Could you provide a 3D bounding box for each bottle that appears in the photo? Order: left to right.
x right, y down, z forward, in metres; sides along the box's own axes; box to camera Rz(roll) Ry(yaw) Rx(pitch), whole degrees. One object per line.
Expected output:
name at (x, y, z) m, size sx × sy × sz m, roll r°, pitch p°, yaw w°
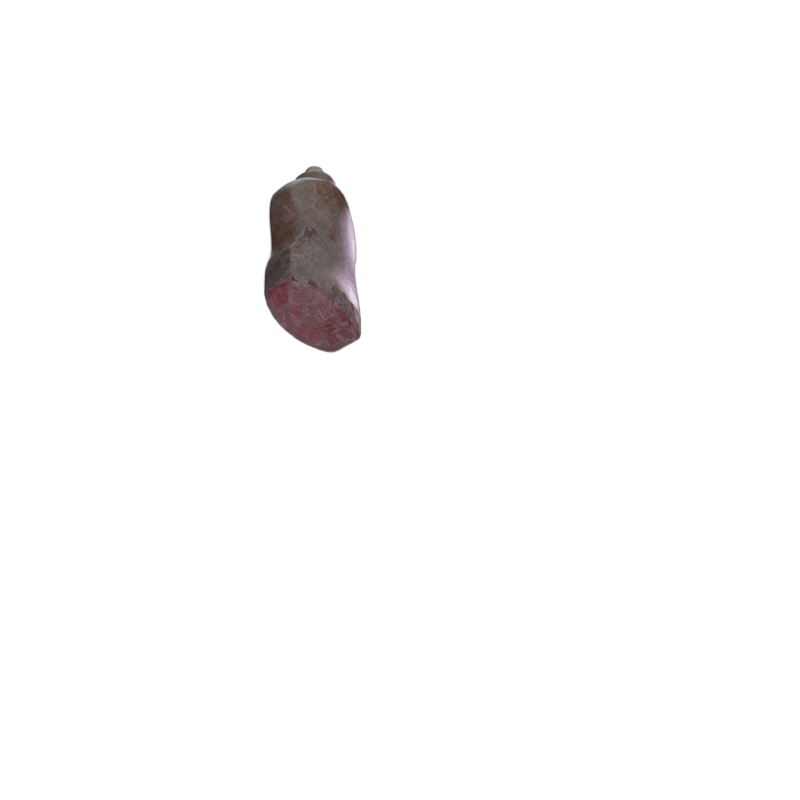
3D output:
bottle at (-0.076, -0.140, 0.976) m, size 0.058 × 0.206 × 0.090 m, roll -31°, pitch -50°, yaw 26°
